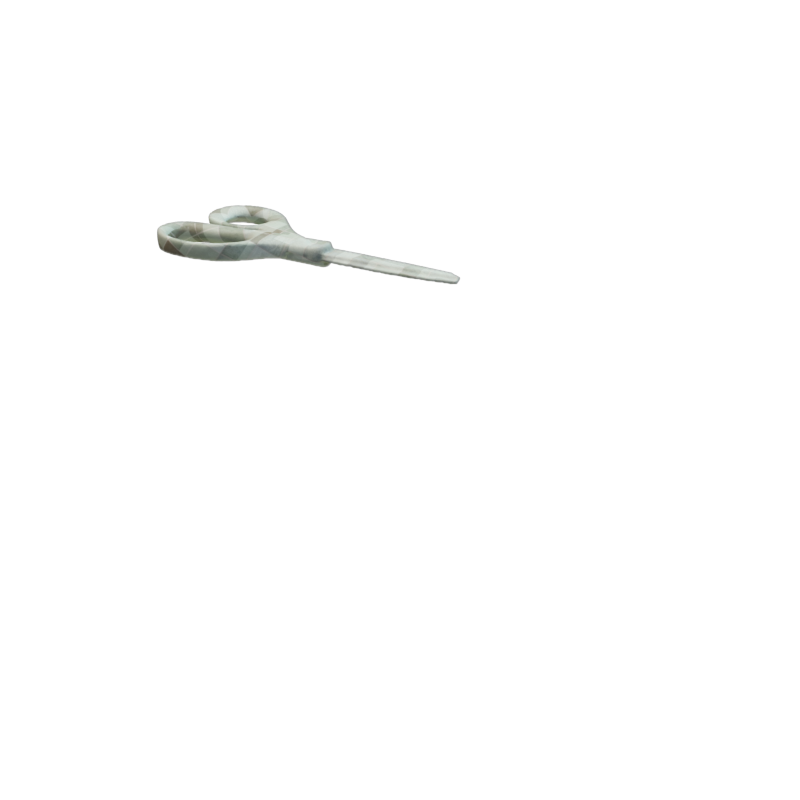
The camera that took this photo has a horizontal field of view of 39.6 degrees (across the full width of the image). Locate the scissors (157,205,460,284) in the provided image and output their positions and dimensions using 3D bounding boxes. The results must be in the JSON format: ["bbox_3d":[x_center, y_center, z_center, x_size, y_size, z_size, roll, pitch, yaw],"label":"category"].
[{"bbox_3d":[-0.056,-0.102,0.714,0.206,0.015,0.099,7,27,13],"label":"scissors"}]
